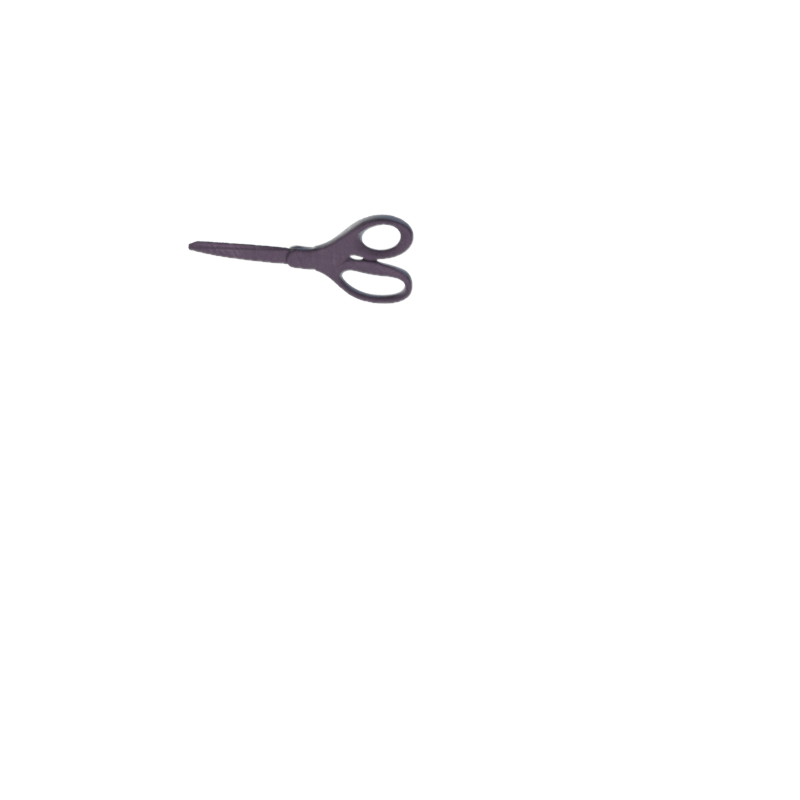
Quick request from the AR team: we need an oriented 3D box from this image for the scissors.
[{"bbox_3d":[-0.076,-0.139,0.977,0.197,0.092,0.017,19,30,-11],"label":"scissors"}]
